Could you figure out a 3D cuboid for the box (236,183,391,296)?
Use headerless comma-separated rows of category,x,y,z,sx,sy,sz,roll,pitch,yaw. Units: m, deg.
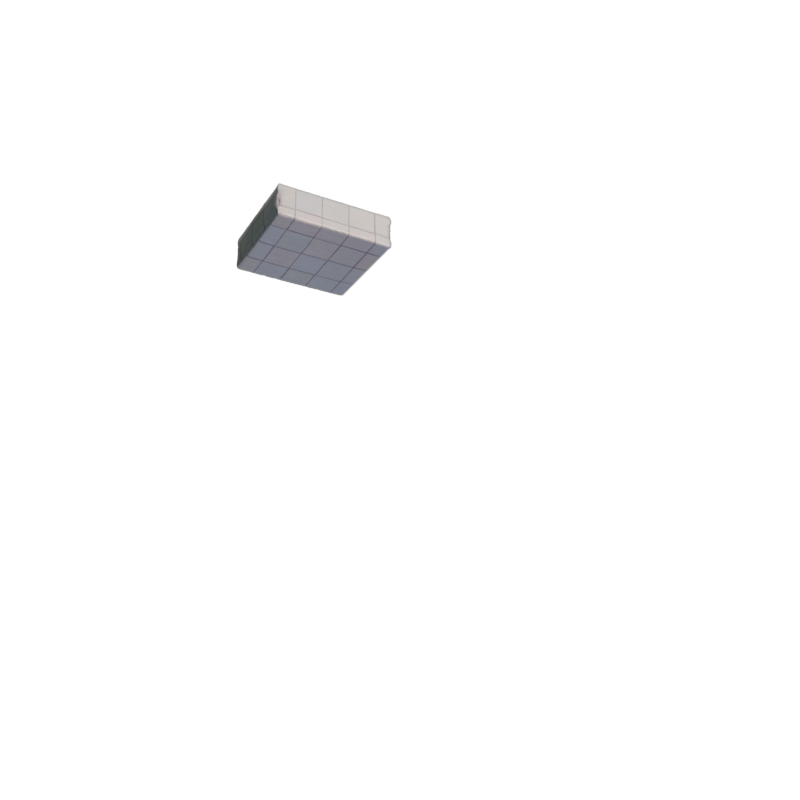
box,-0.061,-0.112,0.784,0.086,0.032,0.071,14,-33,-23
